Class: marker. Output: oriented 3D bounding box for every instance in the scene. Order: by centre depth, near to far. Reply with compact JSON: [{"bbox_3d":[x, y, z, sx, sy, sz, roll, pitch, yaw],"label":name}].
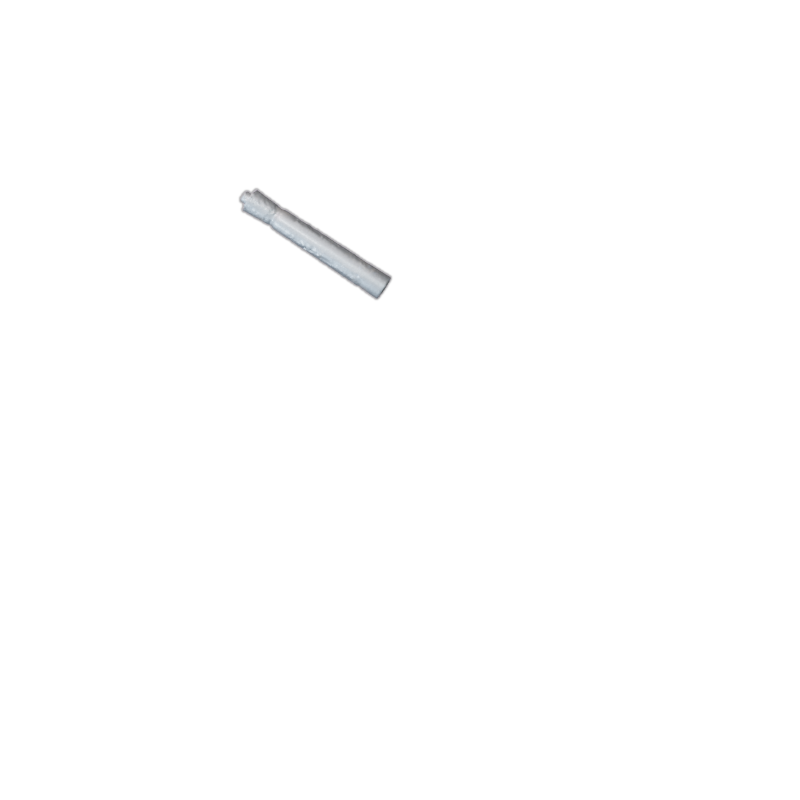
[{"bbox_3d":[-0.061,-0.112,0.783,0.123,0.020,0.020,34,7,7],"label":"marker"}]
